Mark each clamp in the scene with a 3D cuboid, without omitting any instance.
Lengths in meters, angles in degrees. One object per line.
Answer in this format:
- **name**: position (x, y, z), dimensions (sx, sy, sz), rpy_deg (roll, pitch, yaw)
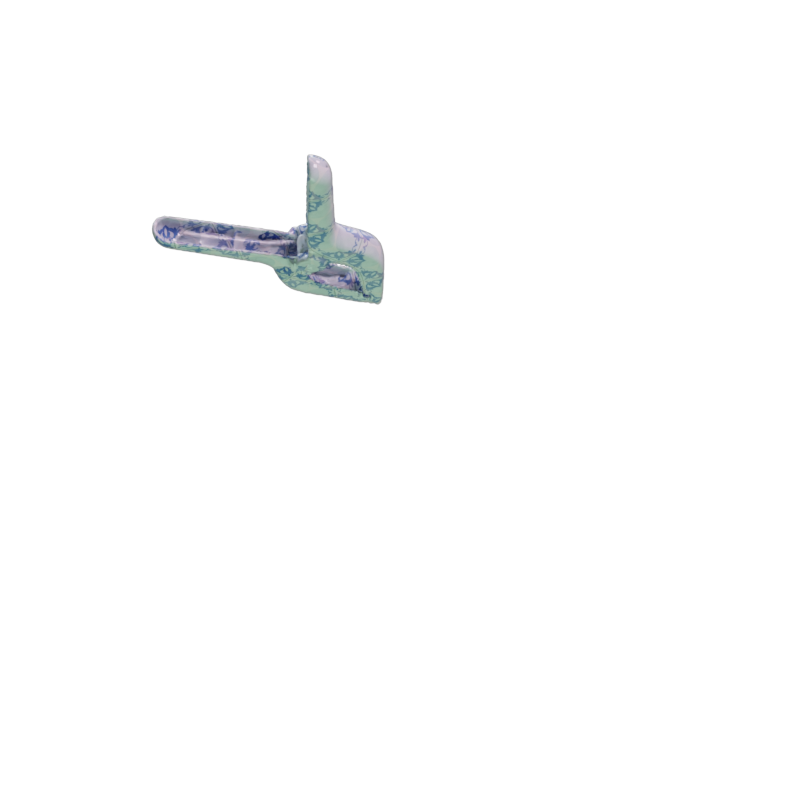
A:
- **clamp**: position (-0.070, -0.127, 0.892), dimensions (0.166, 0.038, 0.197), rpy_deg (-18, -28, 38)
